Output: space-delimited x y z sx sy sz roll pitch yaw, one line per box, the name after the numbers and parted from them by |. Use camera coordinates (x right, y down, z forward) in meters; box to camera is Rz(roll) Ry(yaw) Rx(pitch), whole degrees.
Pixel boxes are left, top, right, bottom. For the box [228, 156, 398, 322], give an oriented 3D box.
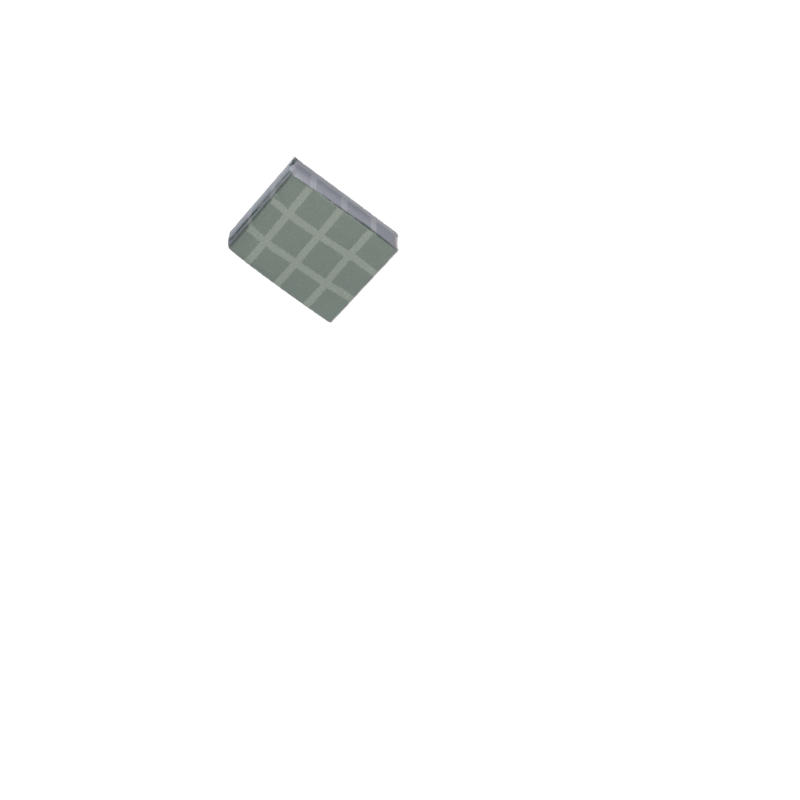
-0.071 -0.130 0.910 0.109 0.088 0.041 35 23 -18 | box
